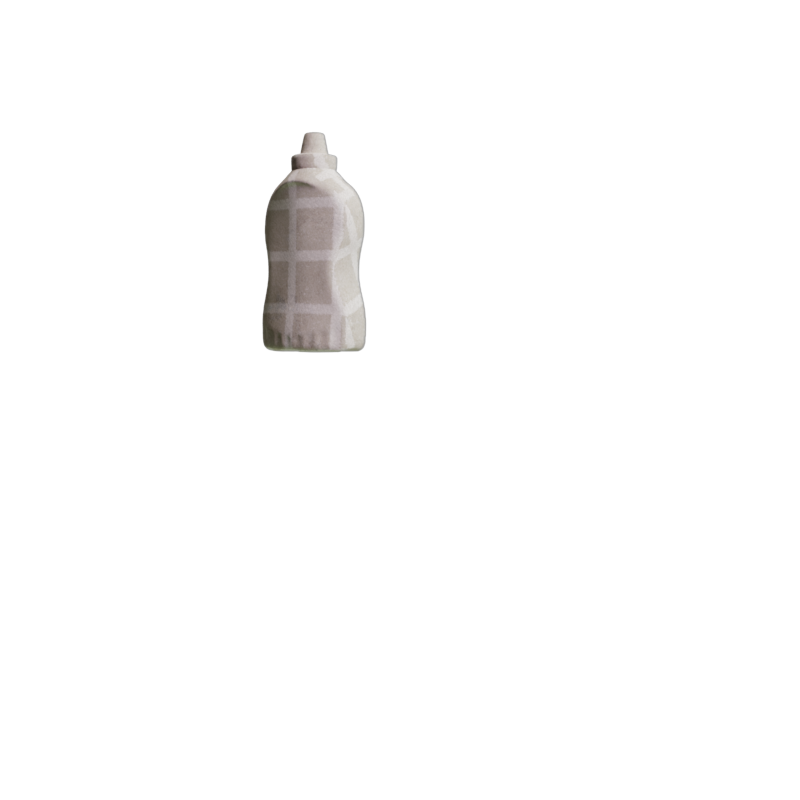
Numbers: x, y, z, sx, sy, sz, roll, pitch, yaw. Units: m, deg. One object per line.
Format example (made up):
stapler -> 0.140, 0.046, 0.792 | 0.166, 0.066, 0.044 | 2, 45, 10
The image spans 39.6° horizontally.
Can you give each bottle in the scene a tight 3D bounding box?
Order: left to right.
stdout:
bottle -> -0.076, -0.139, 0.971 | 0.099, 0.193, 0.056 | -2, -4, 39
